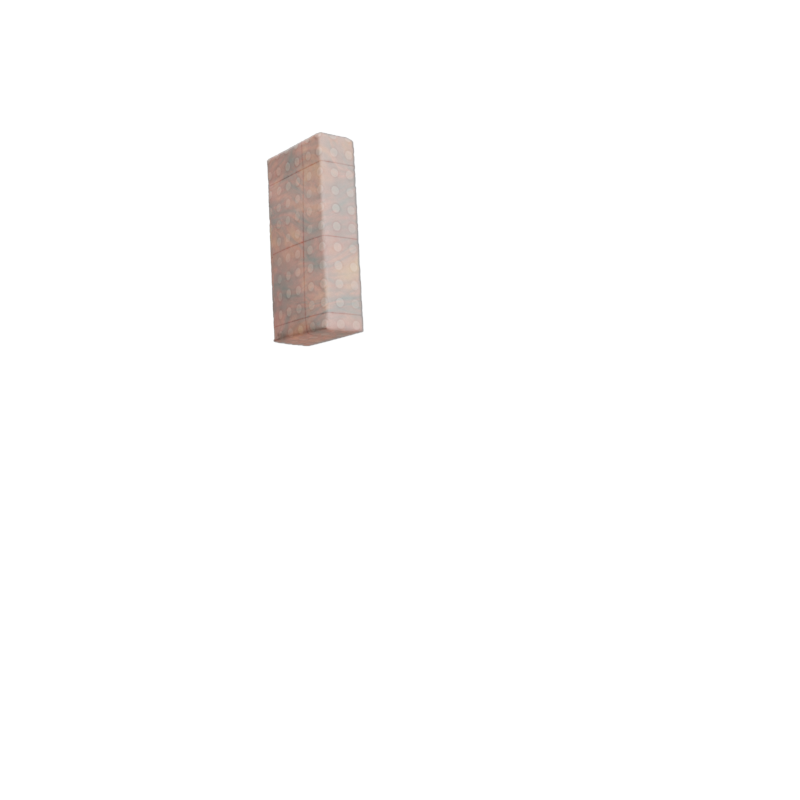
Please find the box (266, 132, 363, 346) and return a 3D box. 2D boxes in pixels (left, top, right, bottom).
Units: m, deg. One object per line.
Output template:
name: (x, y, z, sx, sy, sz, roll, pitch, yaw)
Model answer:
box: (-0.078, -0.142, 0.995, 0.046, 0.182, 0.095, 9, -16, -35)
